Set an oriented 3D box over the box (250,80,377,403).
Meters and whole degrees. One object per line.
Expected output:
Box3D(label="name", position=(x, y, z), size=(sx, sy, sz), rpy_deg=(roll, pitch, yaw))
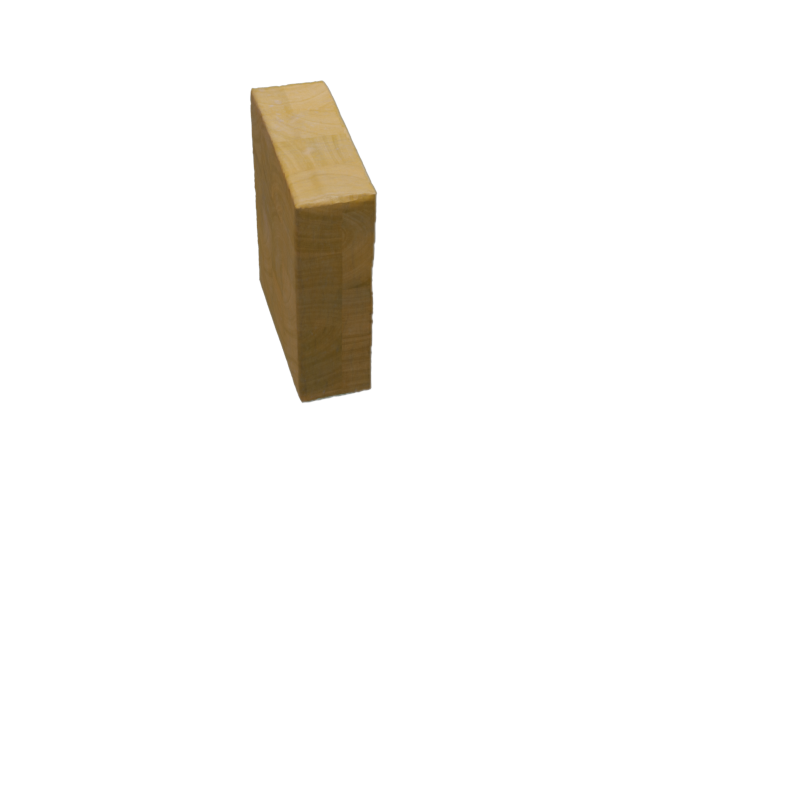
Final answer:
Box3D(label="box", position=(-0.072, -0.131, 0.920), size=(0.071, 0.199, 0.178), rpy_deg=(-10, 46, -13))
